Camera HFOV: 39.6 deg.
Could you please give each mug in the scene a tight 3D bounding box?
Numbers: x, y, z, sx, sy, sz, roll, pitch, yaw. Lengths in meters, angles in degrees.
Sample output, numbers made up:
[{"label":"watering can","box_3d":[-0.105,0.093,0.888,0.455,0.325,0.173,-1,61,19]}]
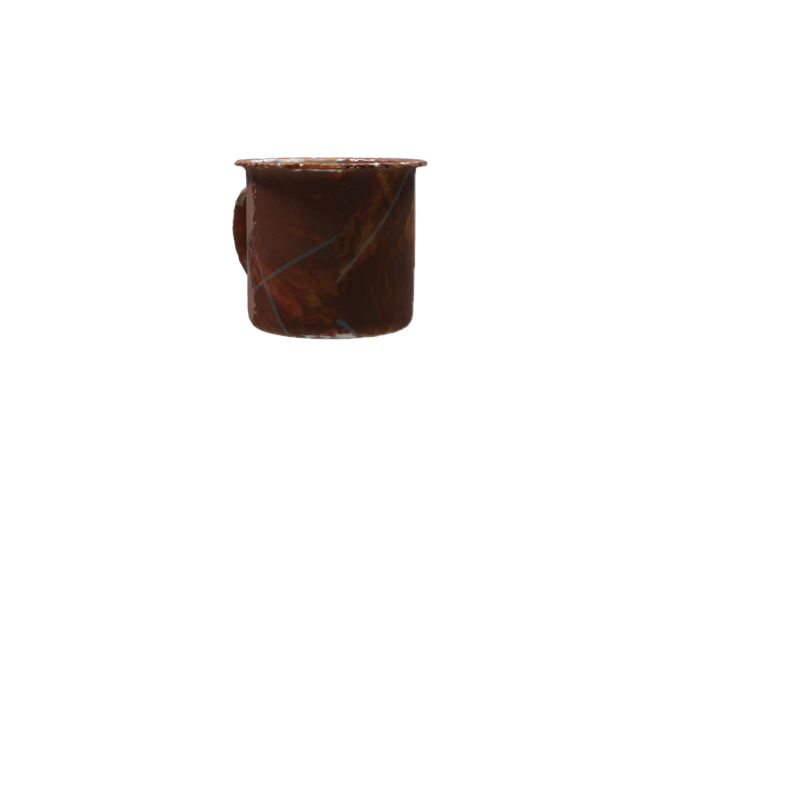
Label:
[{"label":"mug","box_3d":[-0.043,-0.078,0.548,0.123,0.080,0.091,11,15,41]}]
